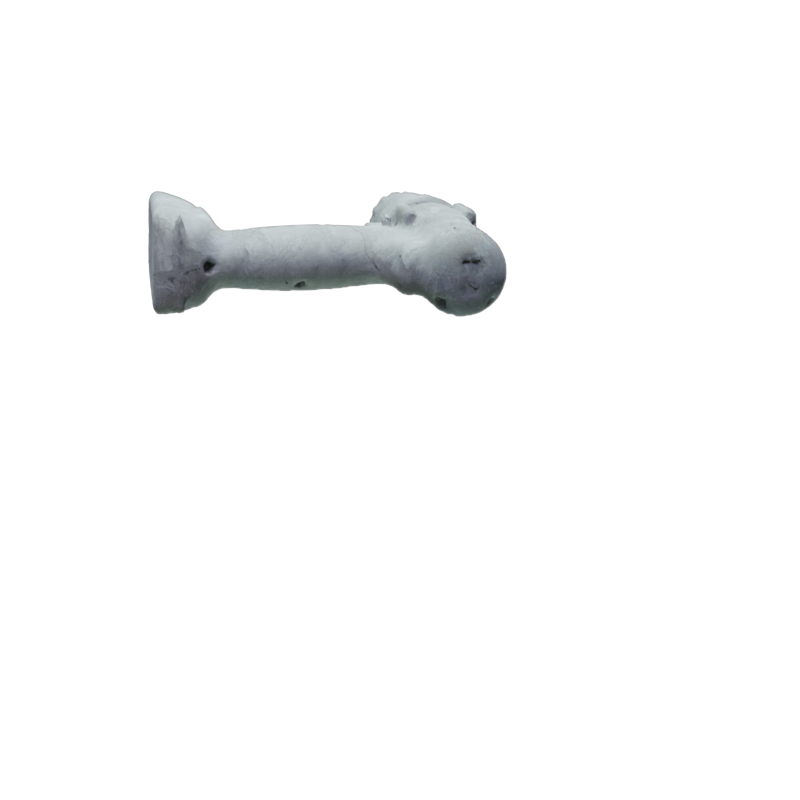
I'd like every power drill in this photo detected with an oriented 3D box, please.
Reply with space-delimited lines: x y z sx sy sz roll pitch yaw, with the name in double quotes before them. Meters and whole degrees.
"power drill" -0.050 -0.091 0.636 0.185 0.056 0.192 -3 17 -10
